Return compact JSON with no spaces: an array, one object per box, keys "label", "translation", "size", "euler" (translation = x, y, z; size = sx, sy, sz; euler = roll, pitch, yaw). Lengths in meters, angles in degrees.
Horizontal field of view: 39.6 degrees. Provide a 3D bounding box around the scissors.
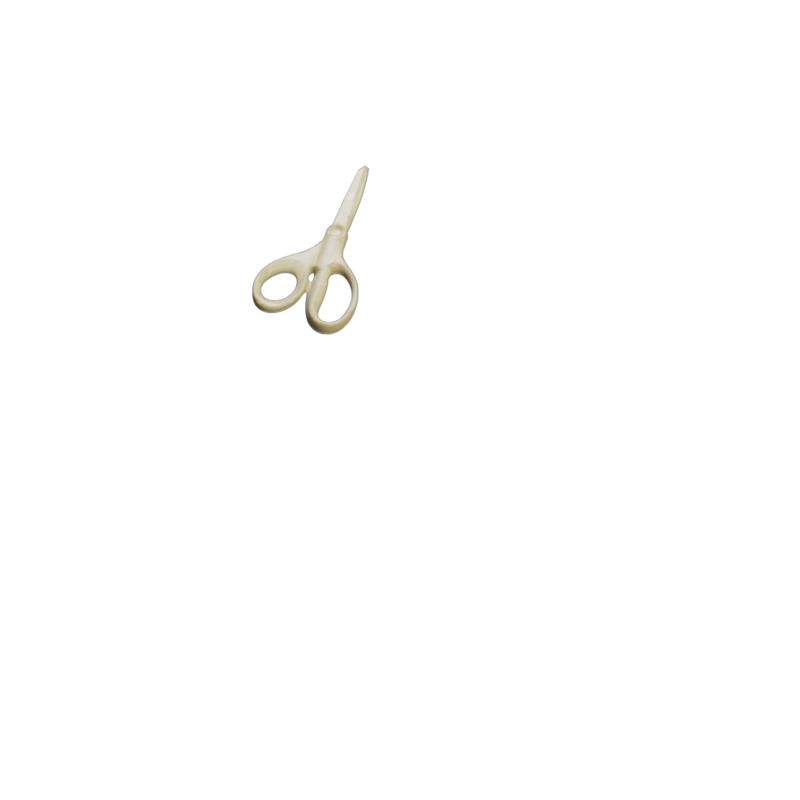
[{"label":"scissors","translation":[-0.074,-0.135,0.947],"size":[0.096,0.216,0.015],"euler":[-1,-42,-1]}]
